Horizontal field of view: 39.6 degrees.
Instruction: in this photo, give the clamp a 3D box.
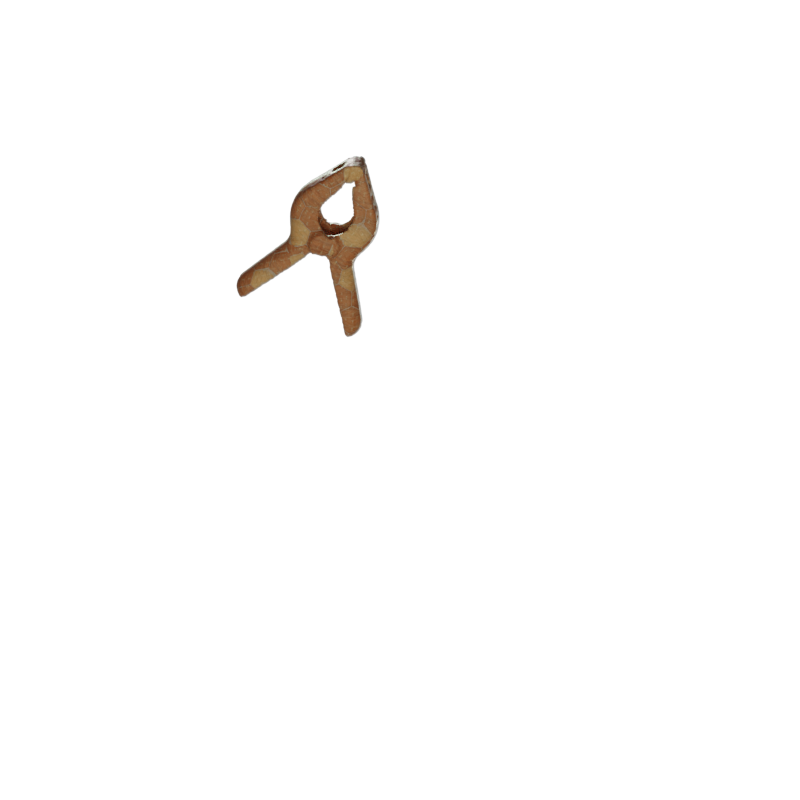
[{"bbox_3d":[-0.078,-0.142,0.995,0.119,0.164,0.041,11,25,-6],"label":"clamp"}]
